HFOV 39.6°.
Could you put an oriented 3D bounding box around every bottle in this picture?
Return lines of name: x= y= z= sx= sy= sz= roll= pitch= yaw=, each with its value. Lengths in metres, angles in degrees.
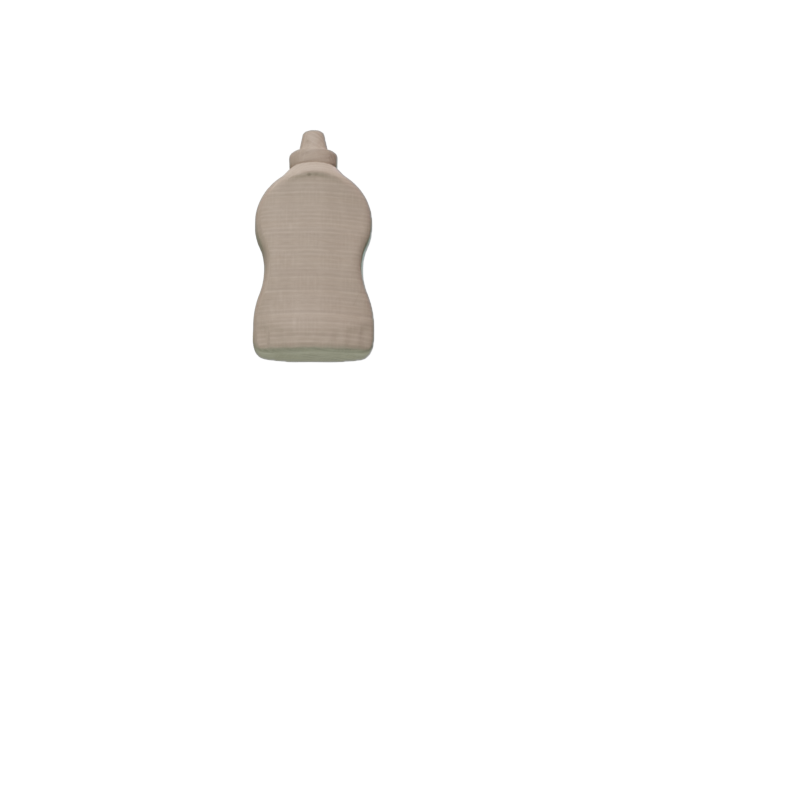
bottle: x=-0.071 y=-0.129 z=0.905 sx=0.096 sy=0.199 sz=0.056 roll=-1 pitch=-16 yaw=-1
